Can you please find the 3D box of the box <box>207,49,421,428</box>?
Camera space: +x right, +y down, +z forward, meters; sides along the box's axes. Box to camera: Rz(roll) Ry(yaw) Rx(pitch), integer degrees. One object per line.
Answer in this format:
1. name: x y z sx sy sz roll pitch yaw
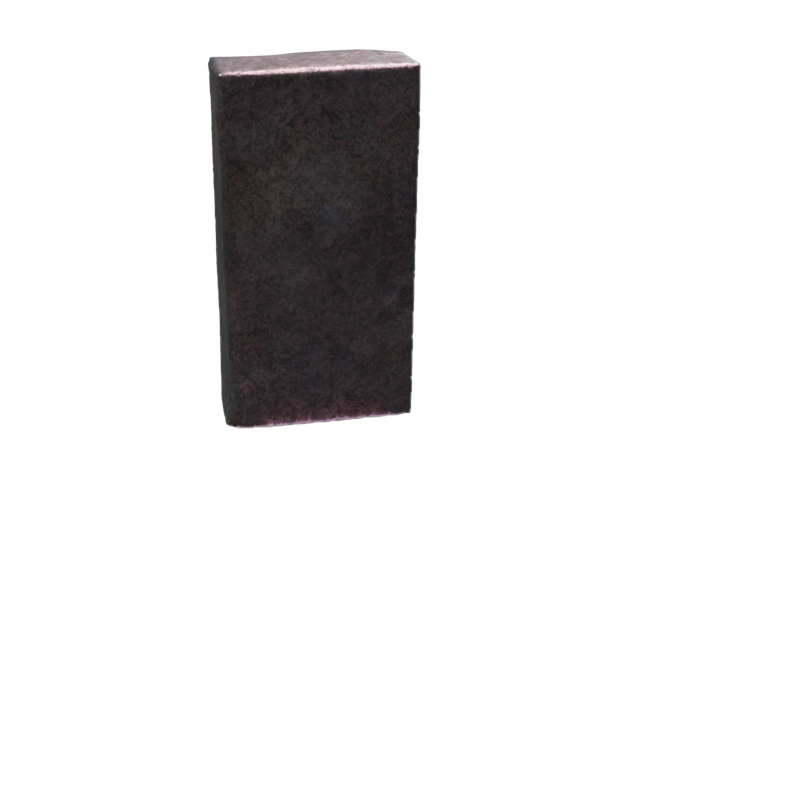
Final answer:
1. box: -0.041 -0.075 0.526 0.092 0.168 0.051 -4 21 -12
